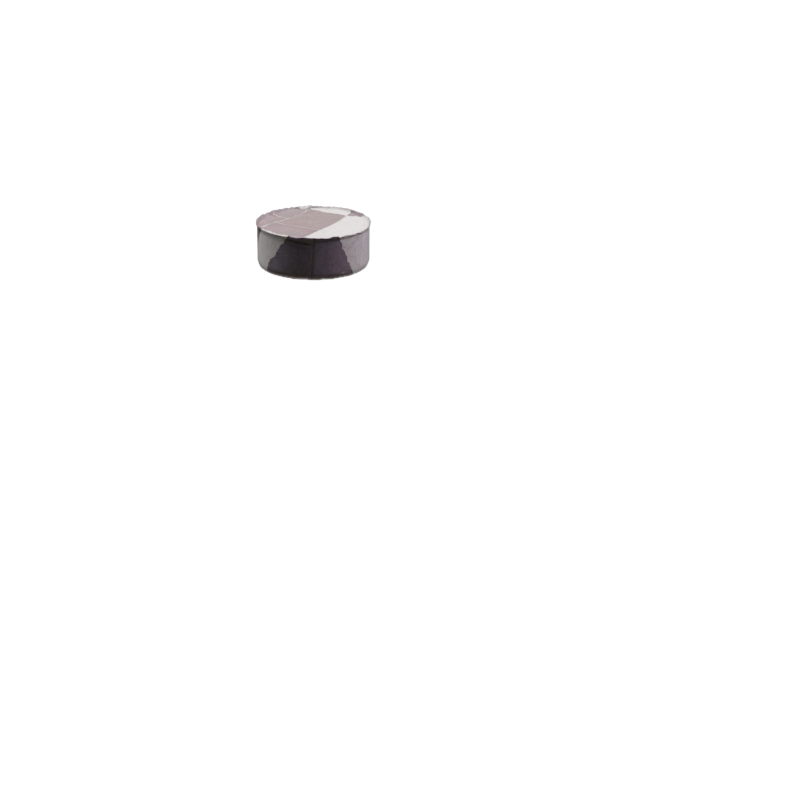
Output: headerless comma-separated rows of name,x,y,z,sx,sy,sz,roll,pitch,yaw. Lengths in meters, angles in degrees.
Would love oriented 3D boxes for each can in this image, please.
can,-0.065,-0.119,0.830,0.086,0.032,0.090,-1,24,-2
